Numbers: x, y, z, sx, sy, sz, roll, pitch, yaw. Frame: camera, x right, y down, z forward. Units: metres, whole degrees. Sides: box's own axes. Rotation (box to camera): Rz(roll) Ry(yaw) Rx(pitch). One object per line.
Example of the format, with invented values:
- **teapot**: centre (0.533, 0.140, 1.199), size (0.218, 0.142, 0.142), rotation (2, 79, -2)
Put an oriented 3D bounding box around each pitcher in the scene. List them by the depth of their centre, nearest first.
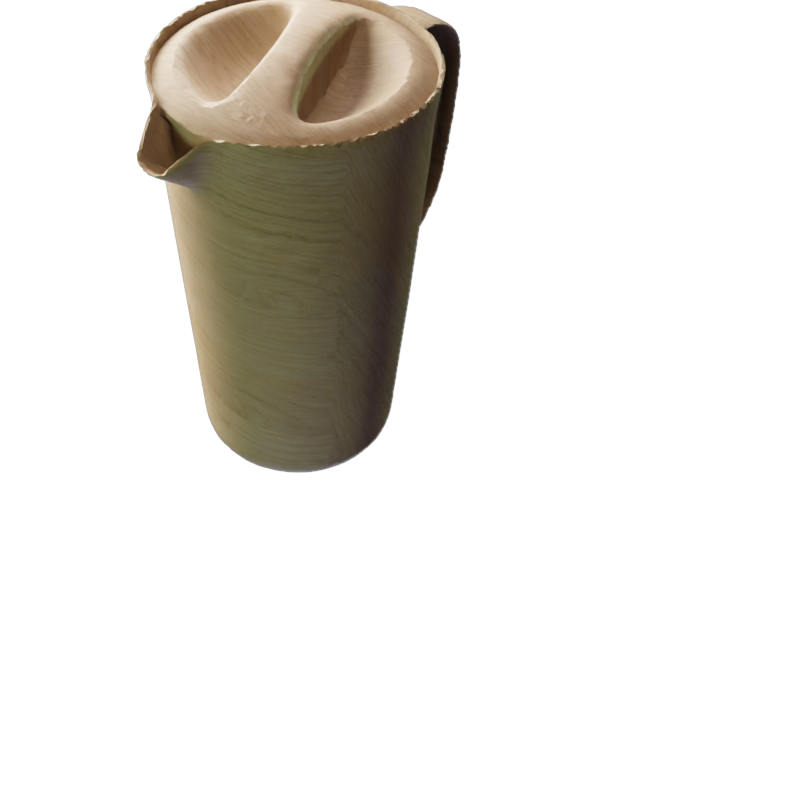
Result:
- **pitcher**: centre (-0.045, -0.082, 0.572), size (0.149, 0.156, 0.226), rotation (1, -44, -2)
